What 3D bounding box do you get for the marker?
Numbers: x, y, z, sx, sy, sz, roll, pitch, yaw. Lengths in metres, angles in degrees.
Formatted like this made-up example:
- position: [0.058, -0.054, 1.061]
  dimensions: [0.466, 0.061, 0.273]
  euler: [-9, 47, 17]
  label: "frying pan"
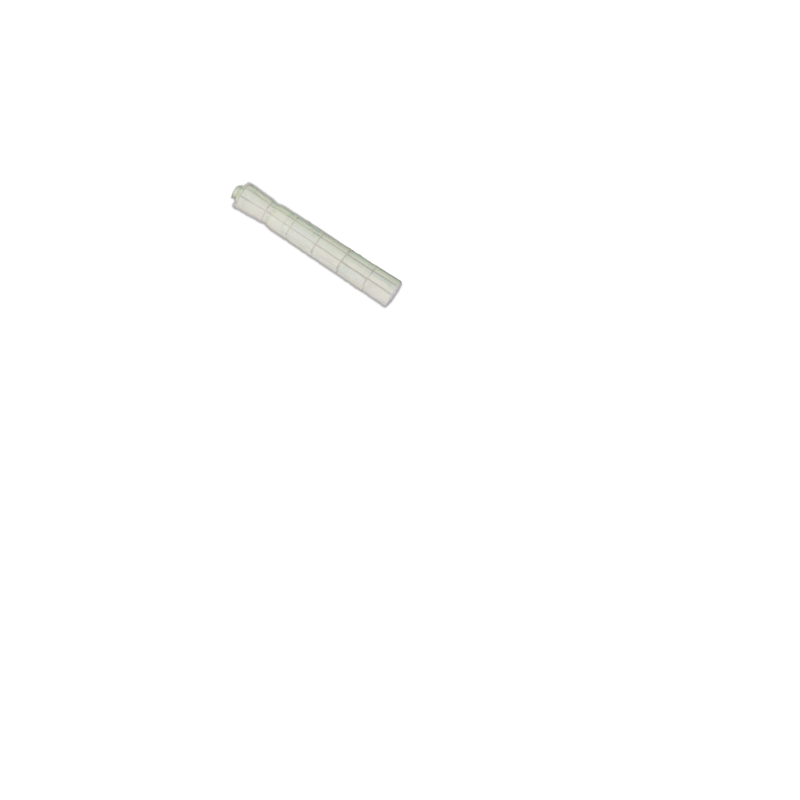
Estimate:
- position: [-0.054, -0.098, 0.689]
  dimensions: [0.124, 0.019, 0.019]
  euler: [34, 10, 12]
  label: "marker"
